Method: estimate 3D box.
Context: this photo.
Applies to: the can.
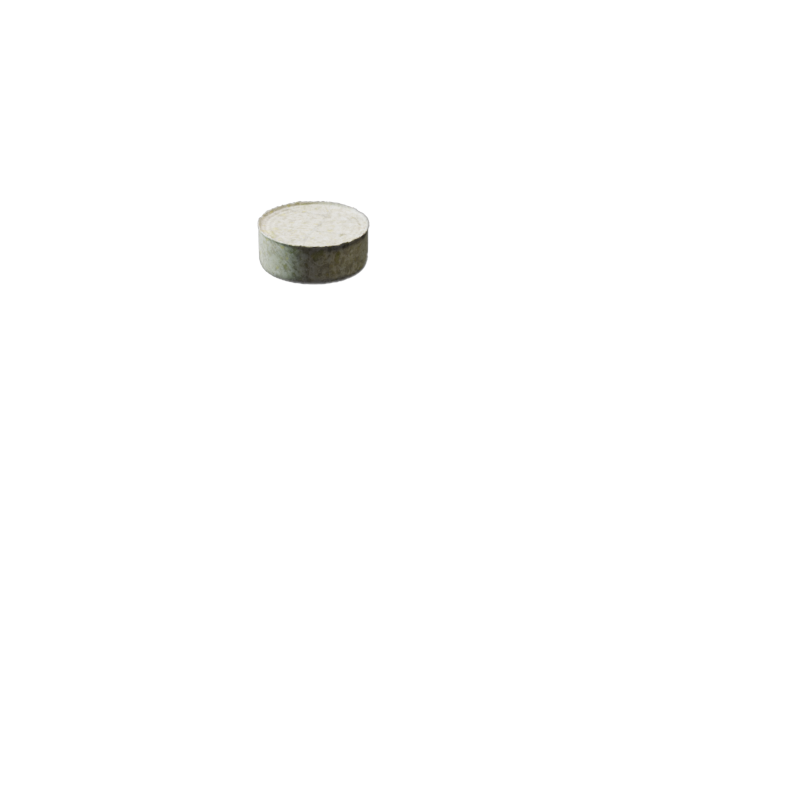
[{"bbox_3d":[-0.067,-0.122,0.854,0.086,0.032,0.091,-1,31,-2],"label":"can"}]
